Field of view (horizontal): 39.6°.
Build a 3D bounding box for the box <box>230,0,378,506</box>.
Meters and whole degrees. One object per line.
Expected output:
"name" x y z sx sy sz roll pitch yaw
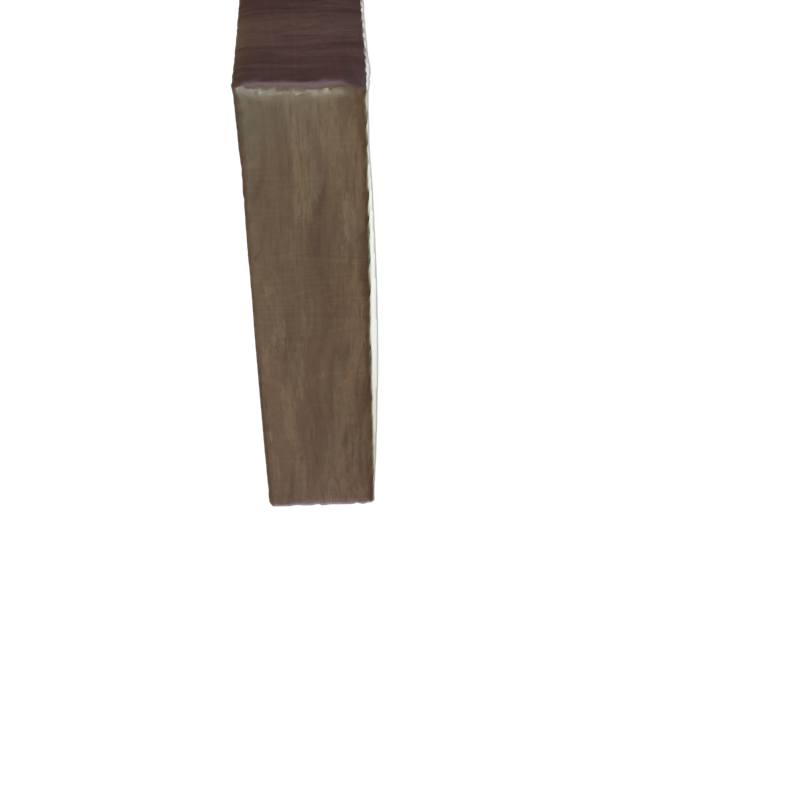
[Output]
"box" -0.030 -0.056 0.393 0.048 0.164 0.100 0 41 -4
